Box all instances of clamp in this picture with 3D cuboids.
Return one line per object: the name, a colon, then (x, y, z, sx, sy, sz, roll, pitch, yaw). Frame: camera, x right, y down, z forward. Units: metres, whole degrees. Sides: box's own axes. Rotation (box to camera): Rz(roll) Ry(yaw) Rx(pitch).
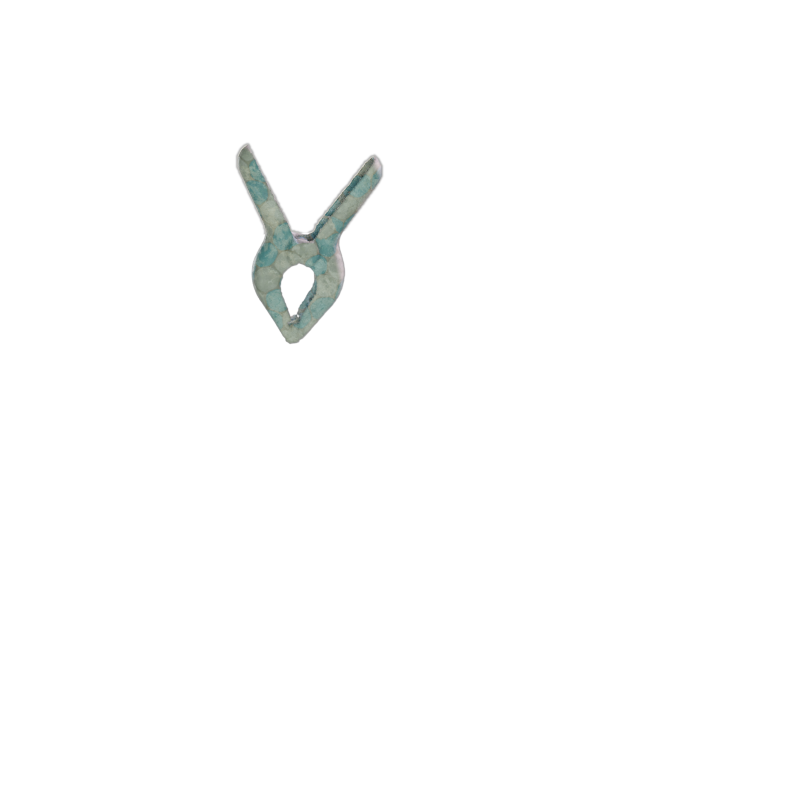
clamp: (-0.073, -0.133, 0.935, 0.120, 0.164, 0.041, -1, 18, 0)
